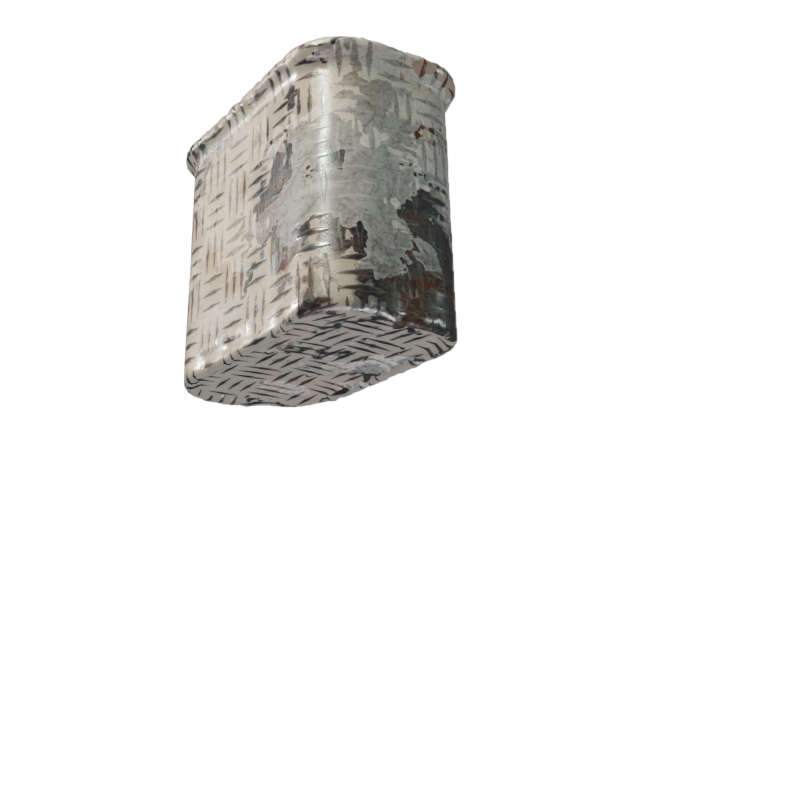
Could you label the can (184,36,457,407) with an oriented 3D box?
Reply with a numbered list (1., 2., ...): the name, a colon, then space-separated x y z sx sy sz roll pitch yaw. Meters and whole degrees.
1. can: -0.027 -0.049 0.345 0.055 0.088 0.102 13 -24 -32
